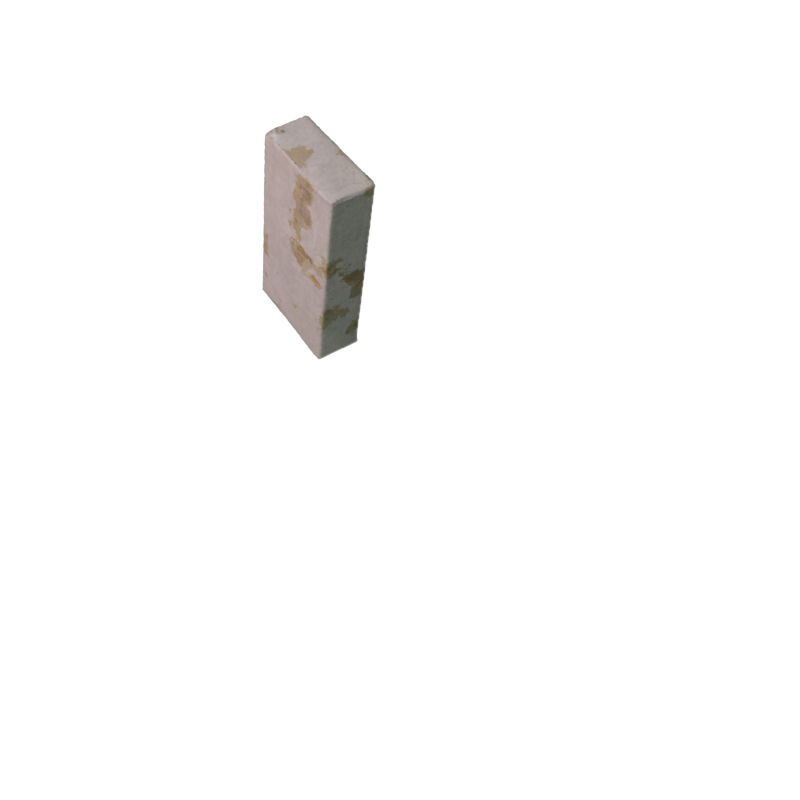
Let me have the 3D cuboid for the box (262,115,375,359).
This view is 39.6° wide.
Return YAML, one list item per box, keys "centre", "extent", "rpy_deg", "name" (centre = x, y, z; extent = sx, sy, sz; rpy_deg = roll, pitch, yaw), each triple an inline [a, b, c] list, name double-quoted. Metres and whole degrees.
- centre: [-0.068, -0.123, 0.859]
  extent: [0.048, 0.100, 0.164]
  rpy_deg: [-26, -33, -23]
  name: "box"
